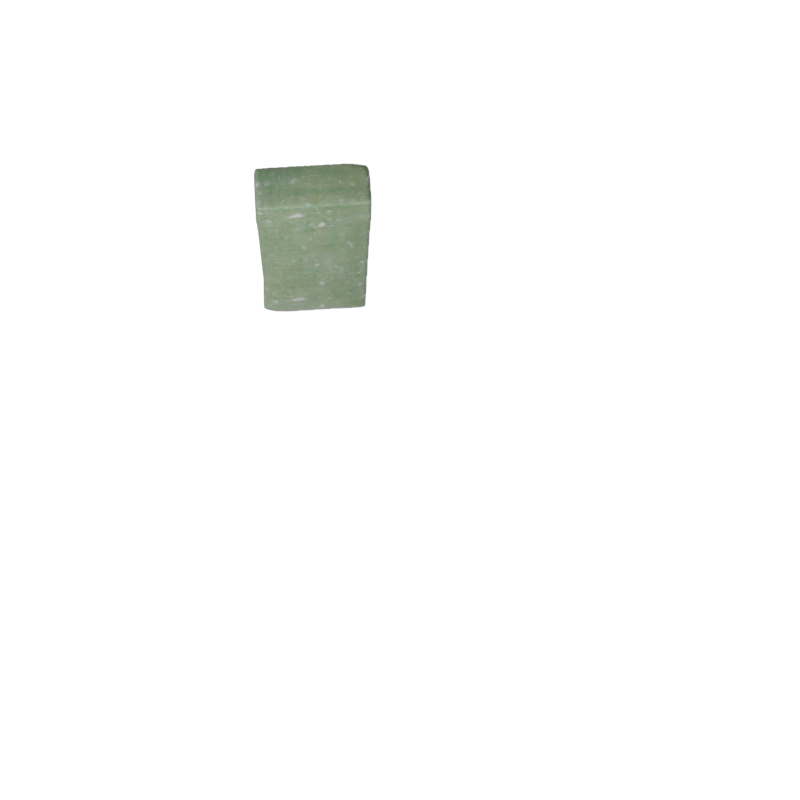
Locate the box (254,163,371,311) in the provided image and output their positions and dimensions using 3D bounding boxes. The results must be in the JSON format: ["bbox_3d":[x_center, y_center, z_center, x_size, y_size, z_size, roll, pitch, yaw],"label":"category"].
[{"bbox_3d":[-0.073,-0.135,0.941,0.093,0.051,0.166,-2,-27,-5],"label":"box"}]
